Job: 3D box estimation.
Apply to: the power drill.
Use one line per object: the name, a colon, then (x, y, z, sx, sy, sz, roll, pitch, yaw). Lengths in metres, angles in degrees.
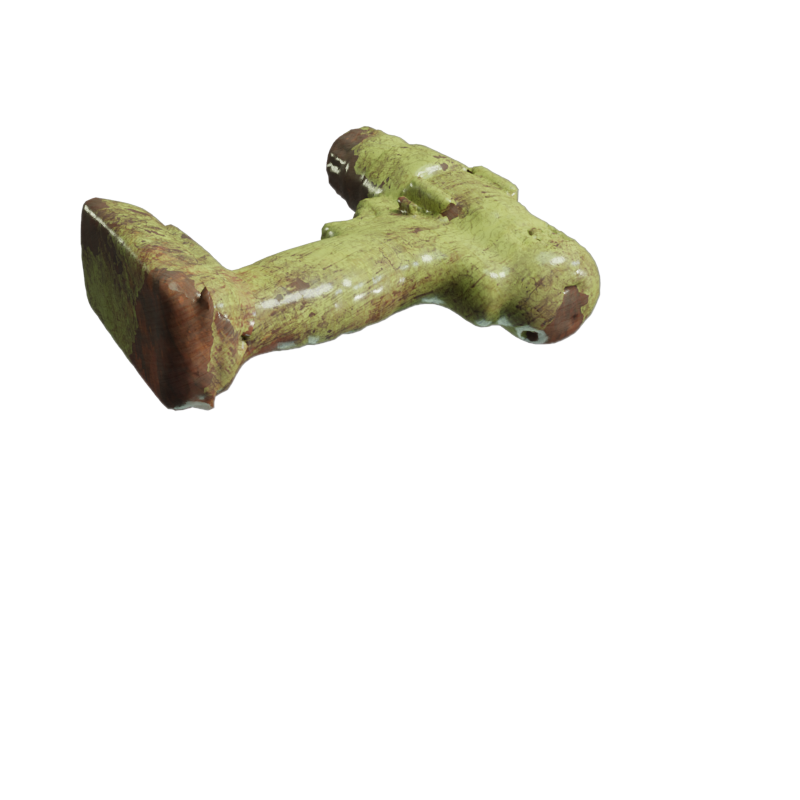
power drill: (-0.038, -0.069, 0.481, 0.185, 0.054, 0.198, -16, 34, -26)
